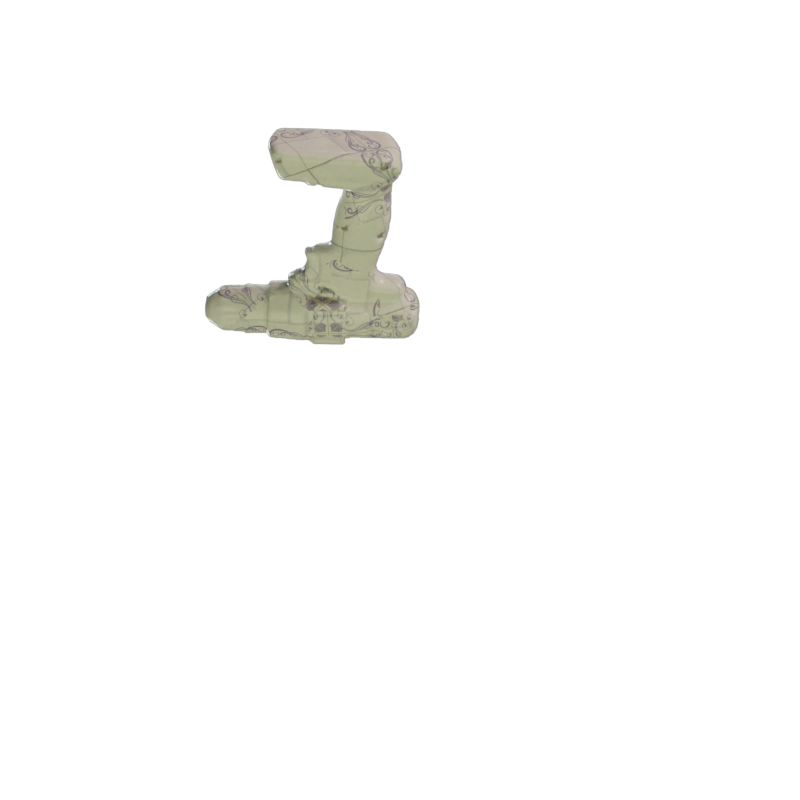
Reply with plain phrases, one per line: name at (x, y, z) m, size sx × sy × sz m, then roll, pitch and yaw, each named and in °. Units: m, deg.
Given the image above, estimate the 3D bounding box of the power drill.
power drill at (-0.072, -0.131, 0.921) m, size 0.184 × 0.176 × 0.061 m, roll 2°, pitch 34°, yaw -2°
